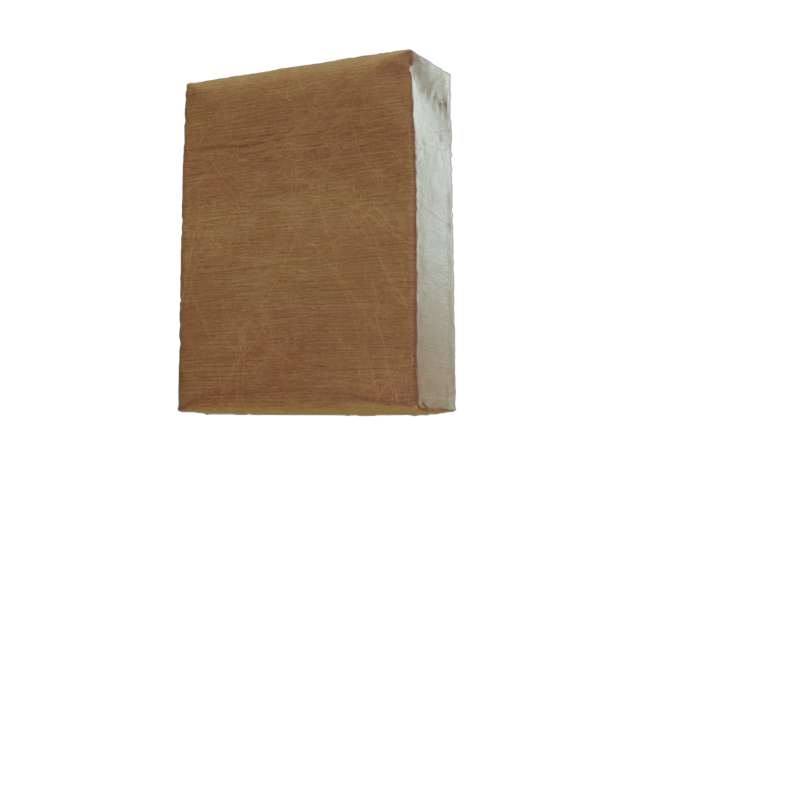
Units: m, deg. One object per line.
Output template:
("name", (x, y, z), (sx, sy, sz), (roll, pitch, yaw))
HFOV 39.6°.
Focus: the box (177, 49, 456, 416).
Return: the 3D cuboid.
("box", (-0.054, -0.099, 0.691), (0.169, 0.218, 0.069), (-3, -7, 26))
